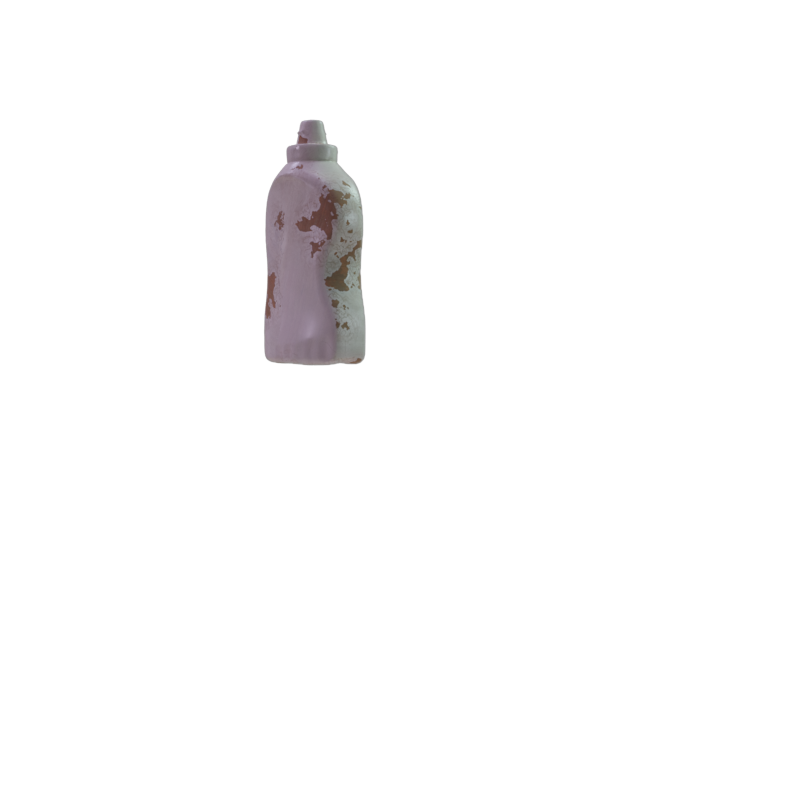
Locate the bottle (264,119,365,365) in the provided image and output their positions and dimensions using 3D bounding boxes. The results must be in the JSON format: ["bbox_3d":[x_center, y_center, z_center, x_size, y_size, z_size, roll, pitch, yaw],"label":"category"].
[{"bbox_3d":[-0.069,-0.125,0.876,0.056,0.193,0.099,2,-3,-38],"label":"bottle"}]
